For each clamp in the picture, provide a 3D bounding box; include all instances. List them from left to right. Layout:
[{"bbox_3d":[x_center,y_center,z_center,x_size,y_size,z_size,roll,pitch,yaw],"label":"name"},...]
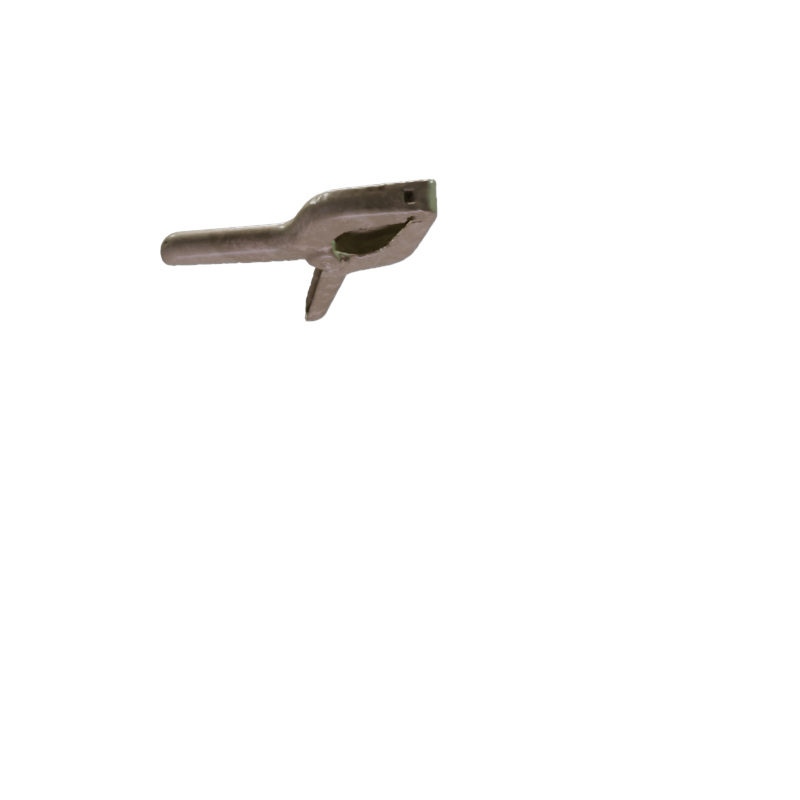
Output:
[{"bbox_3d":[-0.064,-0.116,0.814,0.155,0.038,0.211,16,-26,-38],"label":"clamp"}]
